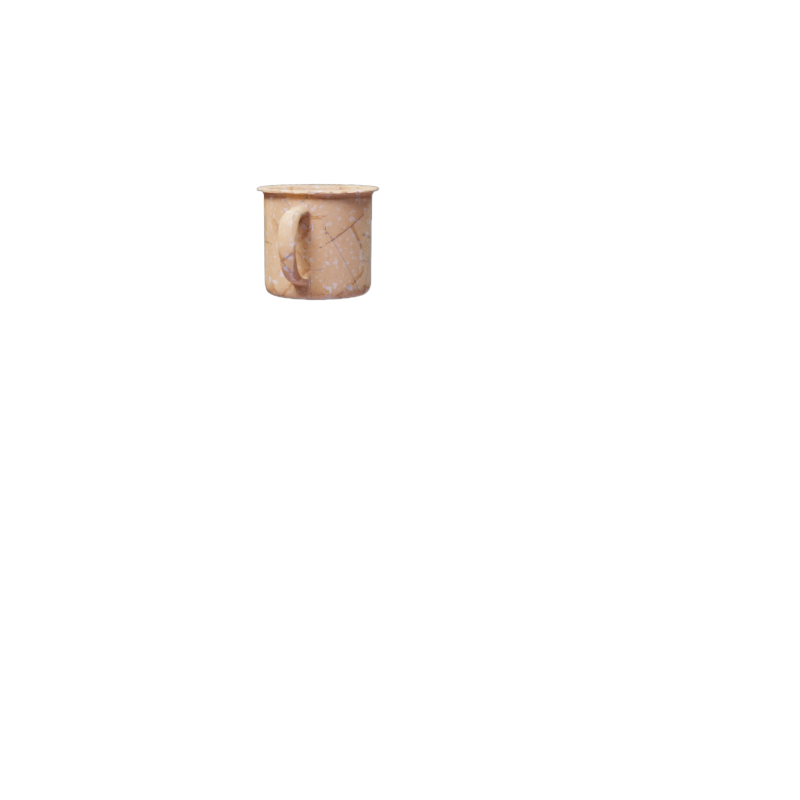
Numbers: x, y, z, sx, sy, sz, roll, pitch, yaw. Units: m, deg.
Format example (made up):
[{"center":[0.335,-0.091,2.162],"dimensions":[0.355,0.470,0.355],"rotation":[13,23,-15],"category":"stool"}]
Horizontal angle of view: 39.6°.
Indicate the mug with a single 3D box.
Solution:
[{"center":[-0.065,-0.119,0.833],"dimensions":[0.095,0.080,0.117],"rotation":[3,12,13],"category":"mug"}]
